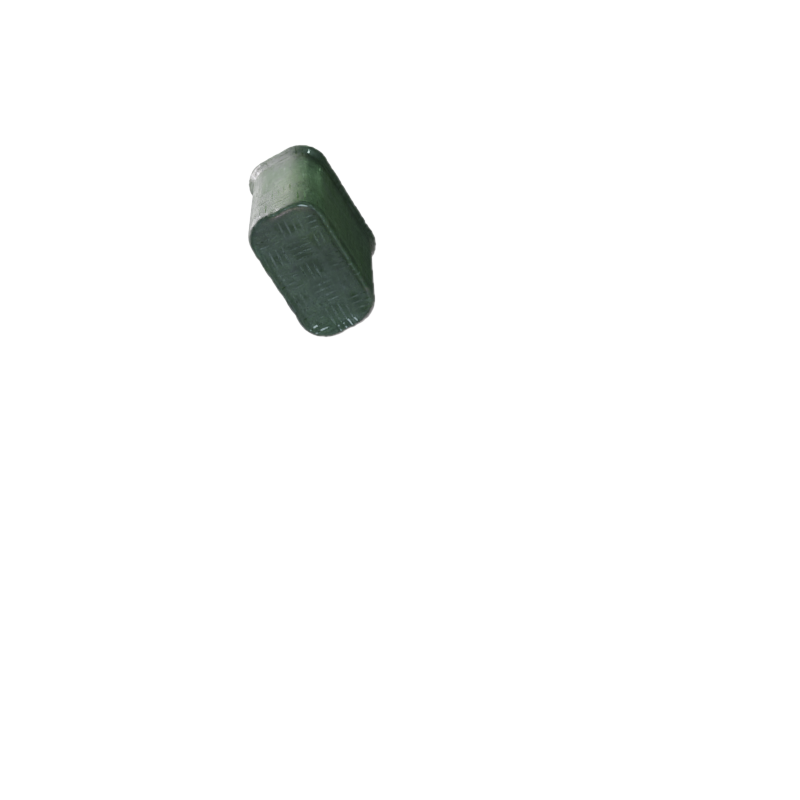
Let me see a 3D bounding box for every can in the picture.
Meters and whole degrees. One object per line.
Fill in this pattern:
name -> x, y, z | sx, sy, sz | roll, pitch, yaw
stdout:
can -> -0.057, -0.103, 0.723 | 0.057, 0.096, 0.089 | -27, 28, 13
